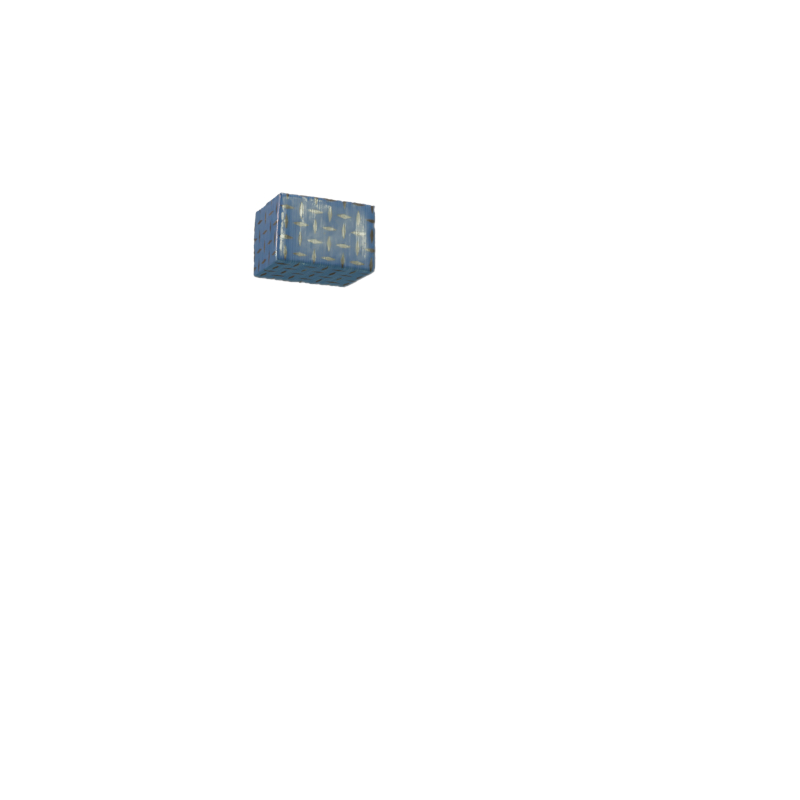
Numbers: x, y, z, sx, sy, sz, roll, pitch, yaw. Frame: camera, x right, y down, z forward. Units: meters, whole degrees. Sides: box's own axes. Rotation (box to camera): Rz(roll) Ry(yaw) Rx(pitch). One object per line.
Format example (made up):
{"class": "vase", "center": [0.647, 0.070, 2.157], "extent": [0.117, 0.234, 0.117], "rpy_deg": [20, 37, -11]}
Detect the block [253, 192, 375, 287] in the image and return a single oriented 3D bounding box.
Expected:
{"class": "block", "center": [-0.064, -0.116, 0.813], "extent": [0.075, 0.053, 0.053], "rpy_deg": [5, -13, -25]}
